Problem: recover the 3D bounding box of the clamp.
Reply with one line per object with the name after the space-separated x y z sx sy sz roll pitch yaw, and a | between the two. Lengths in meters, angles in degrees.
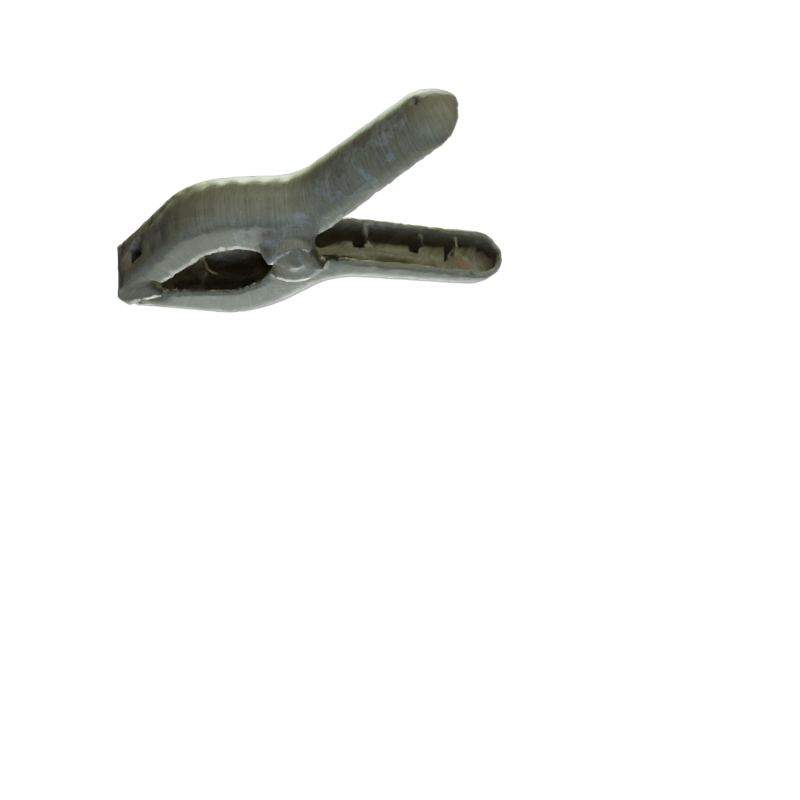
-0.038 -0.070 0.488 0.173 0.042 0.111 -15 -38 19 | clamp
